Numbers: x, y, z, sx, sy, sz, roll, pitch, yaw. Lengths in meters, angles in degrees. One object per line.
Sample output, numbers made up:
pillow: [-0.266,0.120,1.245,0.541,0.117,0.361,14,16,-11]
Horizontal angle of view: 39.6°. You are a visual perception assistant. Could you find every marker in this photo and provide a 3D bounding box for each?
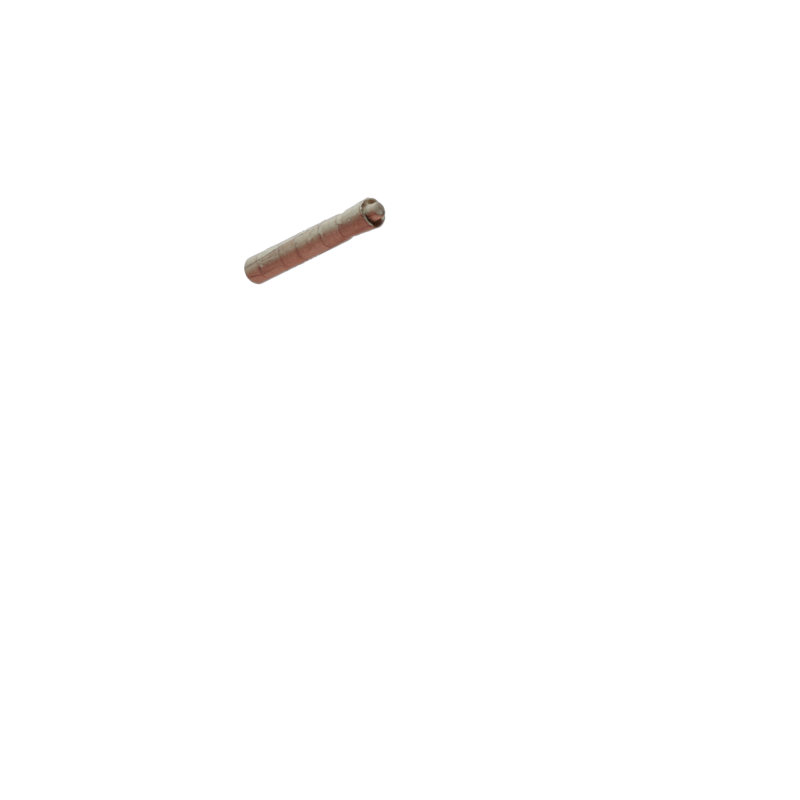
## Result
marker: [-0.053,-0.097,0.677,0.019,0.020,0.122,-3,-10,-44]
